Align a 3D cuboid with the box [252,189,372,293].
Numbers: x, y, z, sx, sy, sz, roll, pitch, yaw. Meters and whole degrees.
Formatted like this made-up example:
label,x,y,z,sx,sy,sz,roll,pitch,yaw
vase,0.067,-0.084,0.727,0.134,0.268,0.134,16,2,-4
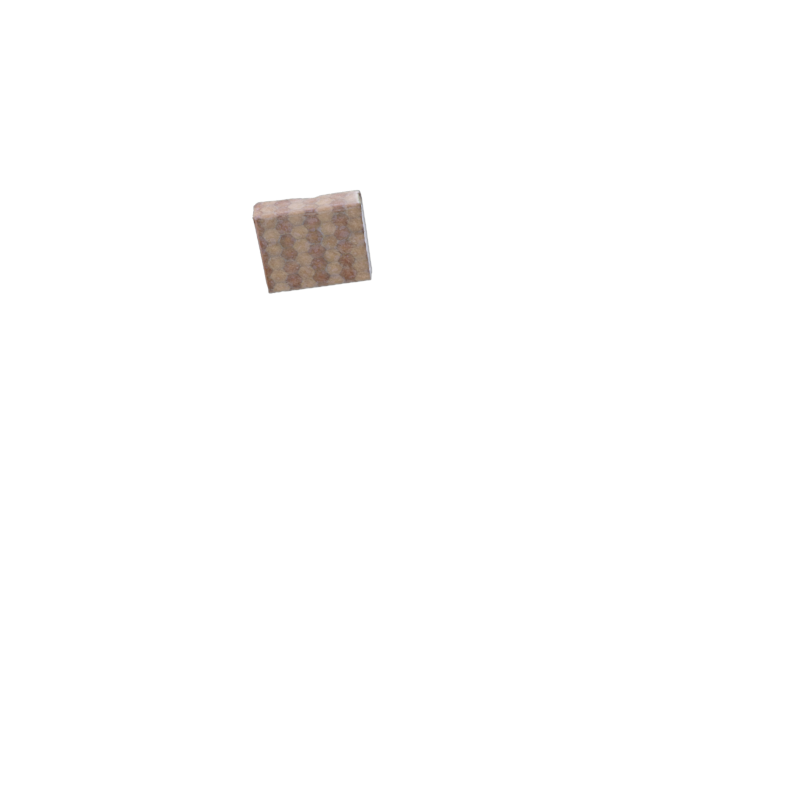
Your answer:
label,x,y,z,sx,sy,sz,roll,pitch,yaw
box,-0.071,-0.130,0.909,0.090,0.068,0.032,-7,33,4
